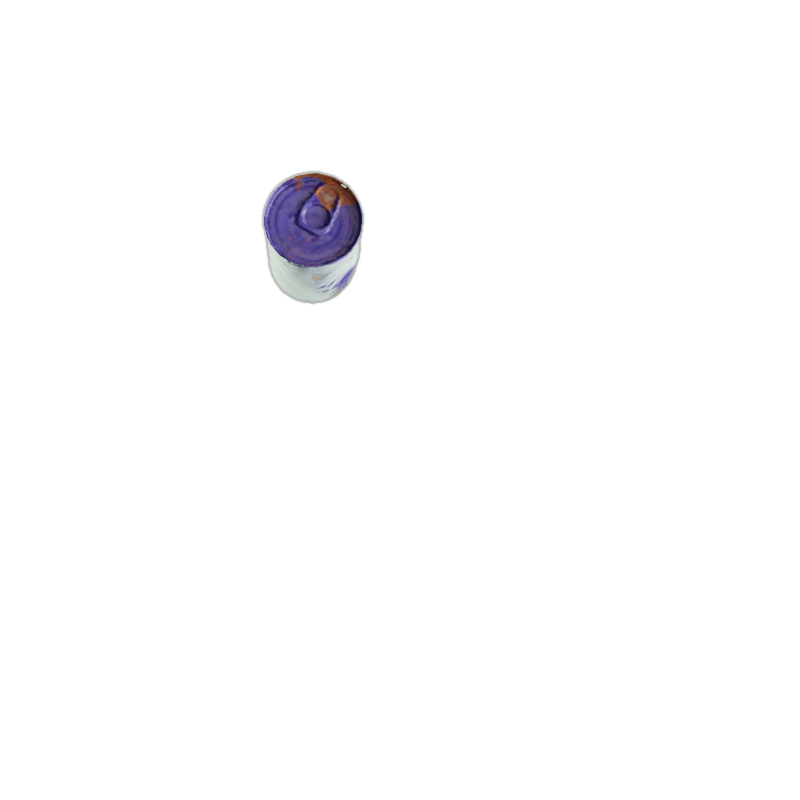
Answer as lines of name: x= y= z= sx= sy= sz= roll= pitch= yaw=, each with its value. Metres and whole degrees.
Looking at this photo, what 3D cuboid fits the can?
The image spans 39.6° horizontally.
can: x=-0.062 y=-0.114 z=0.798 sx=0.068 sy=0.071 sz=0.099 roll=0 pitch=-12 yaw=-3
